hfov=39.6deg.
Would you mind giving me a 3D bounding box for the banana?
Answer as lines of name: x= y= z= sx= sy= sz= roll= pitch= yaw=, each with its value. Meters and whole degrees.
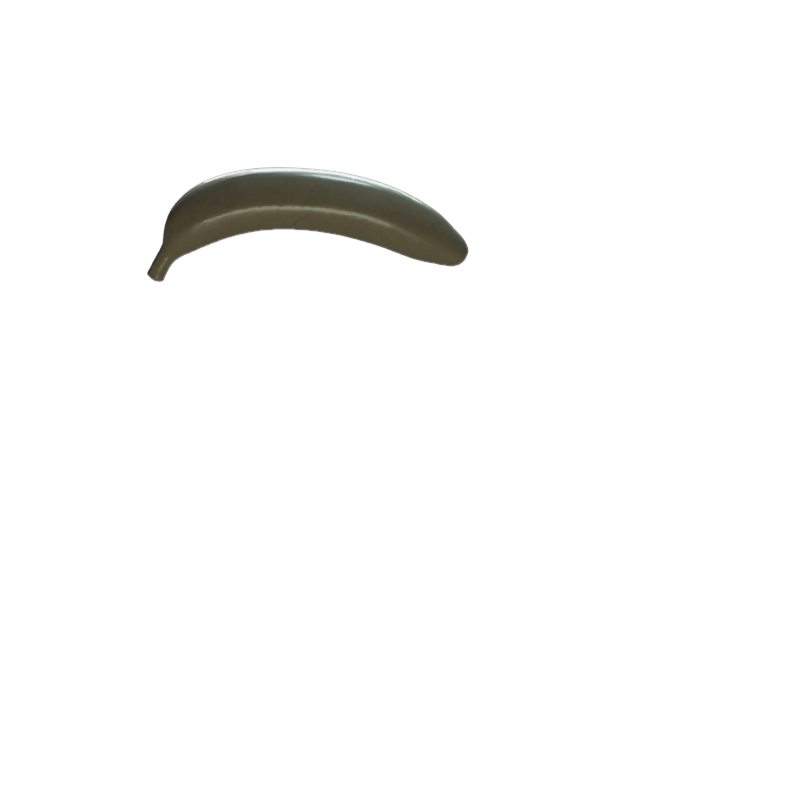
banana: x=-0.057 y=-0.110 z=0.671 sx=0.198 sy=0.065 sz=0.039 roll=-1 pitch=45 yaw=1
